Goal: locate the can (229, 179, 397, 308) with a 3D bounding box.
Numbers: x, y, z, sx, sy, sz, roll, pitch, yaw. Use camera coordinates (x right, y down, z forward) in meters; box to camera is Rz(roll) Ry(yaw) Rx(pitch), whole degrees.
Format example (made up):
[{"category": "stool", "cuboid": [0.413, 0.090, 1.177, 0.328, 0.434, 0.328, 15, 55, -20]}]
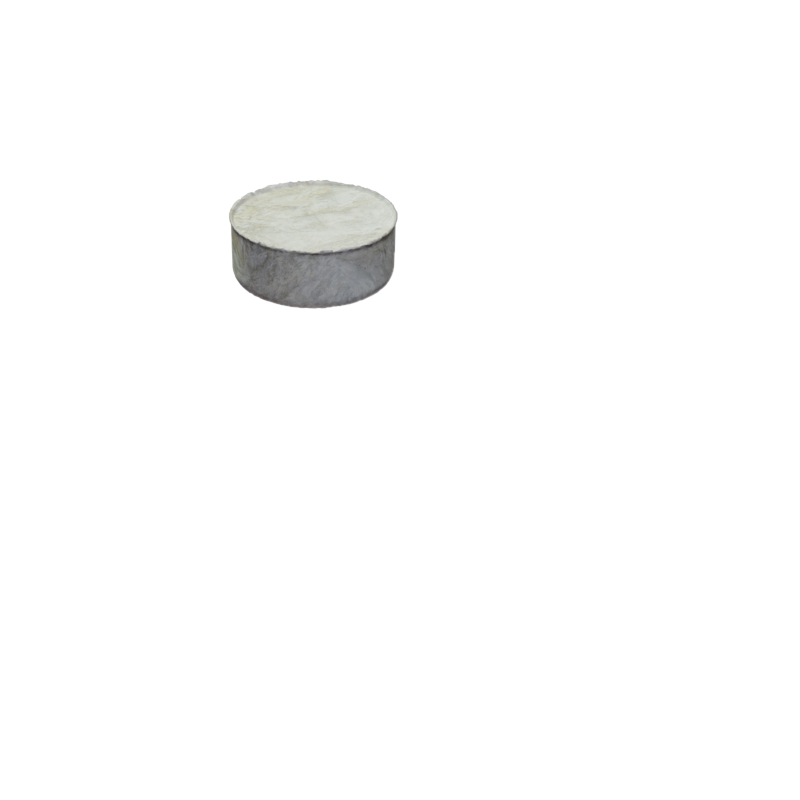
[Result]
[{"category": "can", "cuboid": [-0.045, -0.082, 0.572, 0.086, 0.032, 0.091, -1, 32, -2]}]
